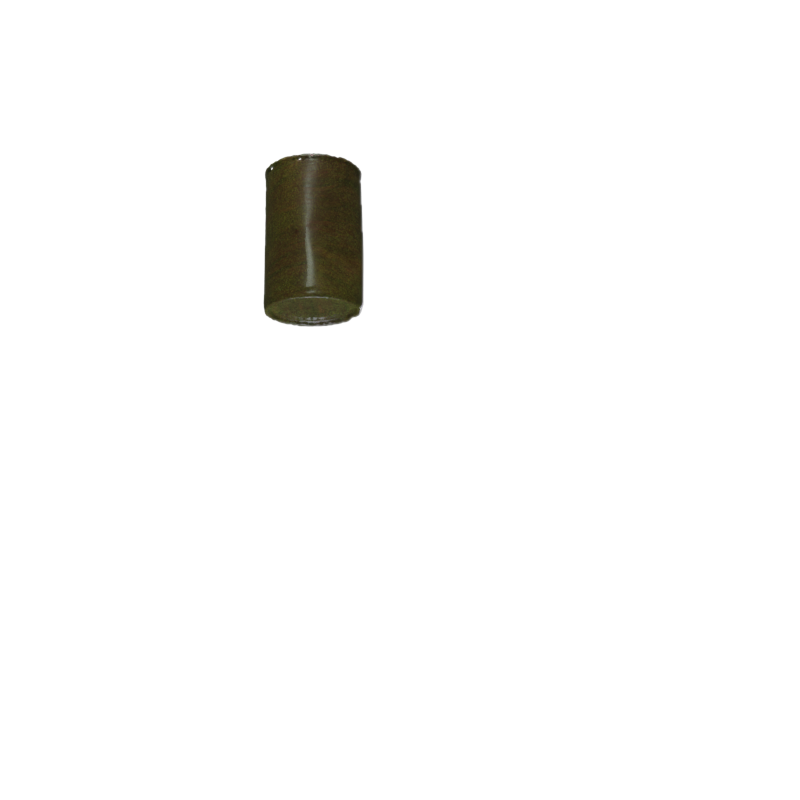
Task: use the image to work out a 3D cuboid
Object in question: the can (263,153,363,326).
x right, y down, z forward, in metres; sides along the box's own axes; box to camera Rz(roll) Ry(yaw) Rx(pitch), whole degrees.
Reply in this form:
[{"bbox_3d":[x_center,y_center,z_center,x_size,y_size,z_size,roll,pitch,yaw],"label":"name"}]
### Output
[{"bbox_3d":[-0.059,-0.108,0.759,0.068,0.107,0.066,0,-19,-2],"label":"can"}]
